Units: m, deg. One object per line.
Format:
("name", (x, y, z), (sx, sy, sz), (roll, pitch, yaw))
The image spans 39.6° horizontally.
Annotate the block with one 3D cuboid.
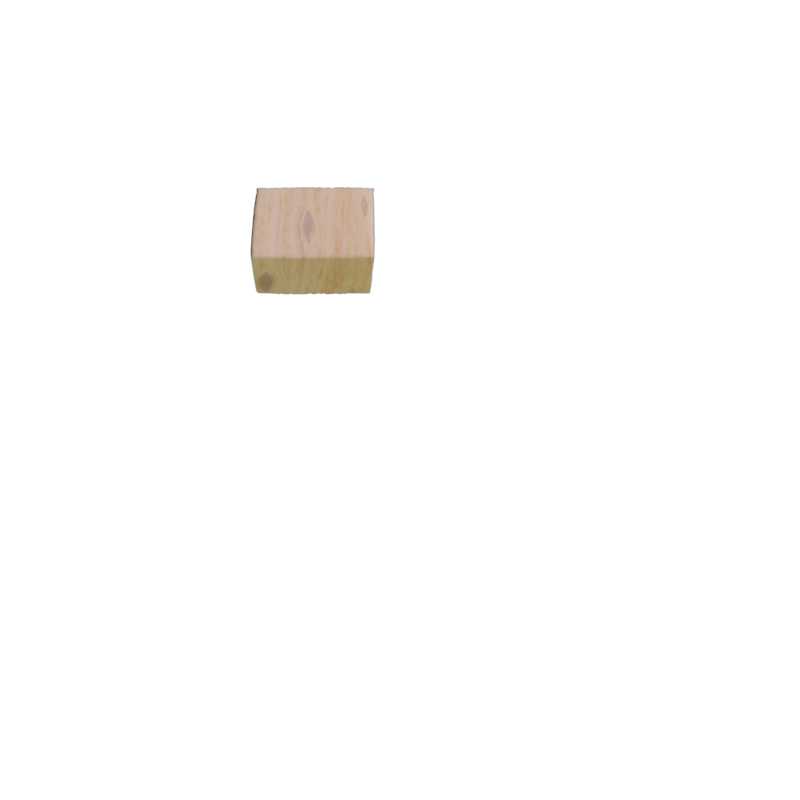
("block", (-0.056, -0.102, 0.716), (0.078, 0.054, 0.050), (0, -26, -2))
